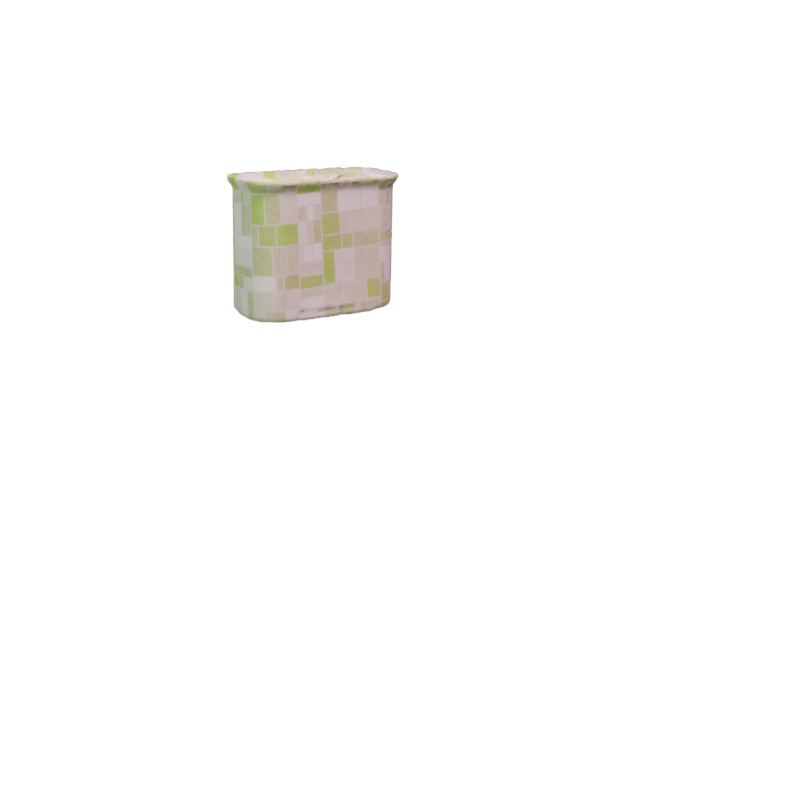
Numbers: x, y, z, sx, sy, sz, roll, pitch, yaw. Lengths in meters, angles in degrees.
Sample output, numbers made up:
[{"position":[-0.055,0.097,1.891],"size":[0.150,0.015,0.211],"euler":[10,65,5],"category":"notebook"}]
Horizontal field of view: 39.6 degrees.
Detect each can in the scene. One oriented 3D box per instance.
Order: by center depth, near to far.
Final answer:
[{"position":[-0.053,-0.096,0.675],"size":[0.099,0.082,0.061],"euler":[-8,15,-29],"category":"can"}]
